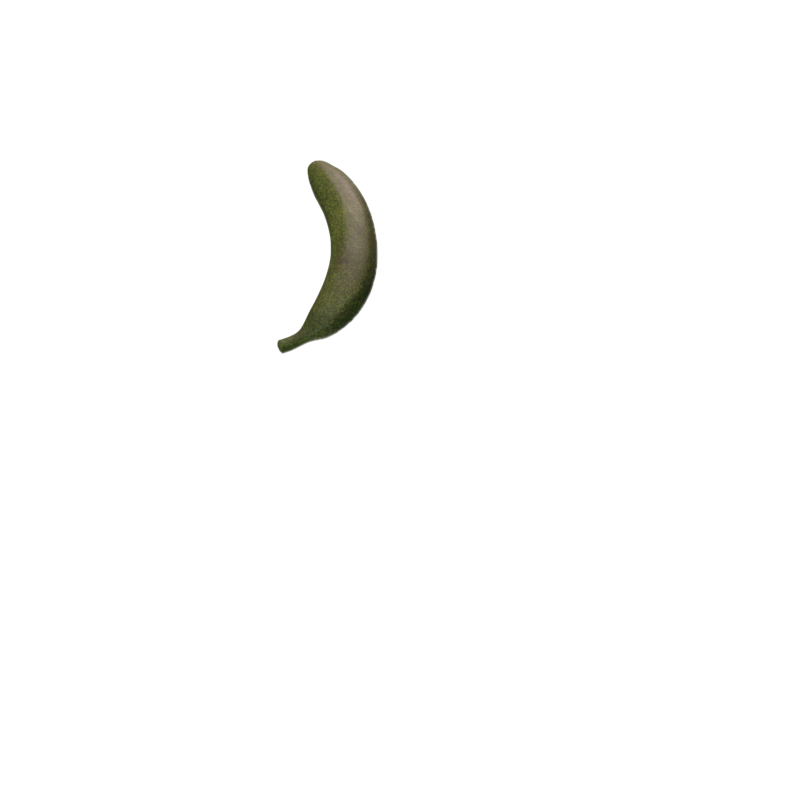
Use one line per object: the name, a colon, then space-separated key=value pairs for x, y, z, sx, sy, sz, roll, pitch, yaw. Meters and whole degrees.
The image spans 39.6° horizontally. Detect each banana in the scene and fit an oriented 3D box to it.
banana: x=-0.052 y=-0.122 z=0.888 sx=0.070 sy=0.211 sz=0.034 roll=4 pitch=-38 yaw=2
